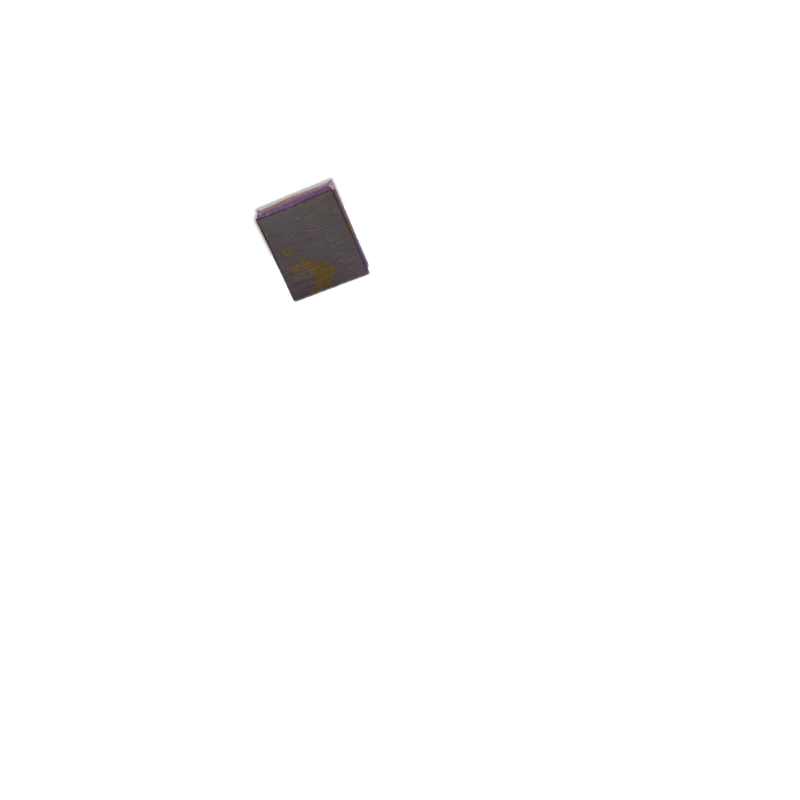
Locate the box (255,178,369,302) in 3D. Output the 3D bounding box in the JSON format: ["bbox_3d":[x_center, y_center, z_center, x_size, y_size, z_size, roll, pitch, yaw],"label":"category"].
[{"bbox_3d":[-0.076,-0.139,0.975,0.073,0.085,0.032,-21,22,8],"label":"box"}]
